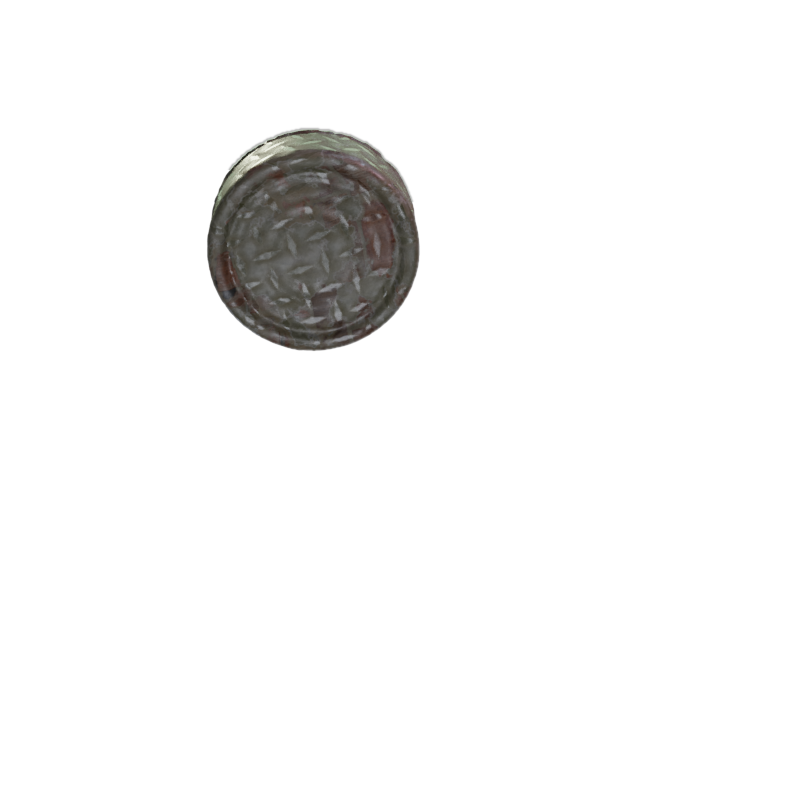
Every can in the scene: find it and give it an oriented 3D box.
[{"bbox_3d":[-0.035,-0.064,0.450,0.086,0.082,0.035,0,22,-1],"label":"can"}]
